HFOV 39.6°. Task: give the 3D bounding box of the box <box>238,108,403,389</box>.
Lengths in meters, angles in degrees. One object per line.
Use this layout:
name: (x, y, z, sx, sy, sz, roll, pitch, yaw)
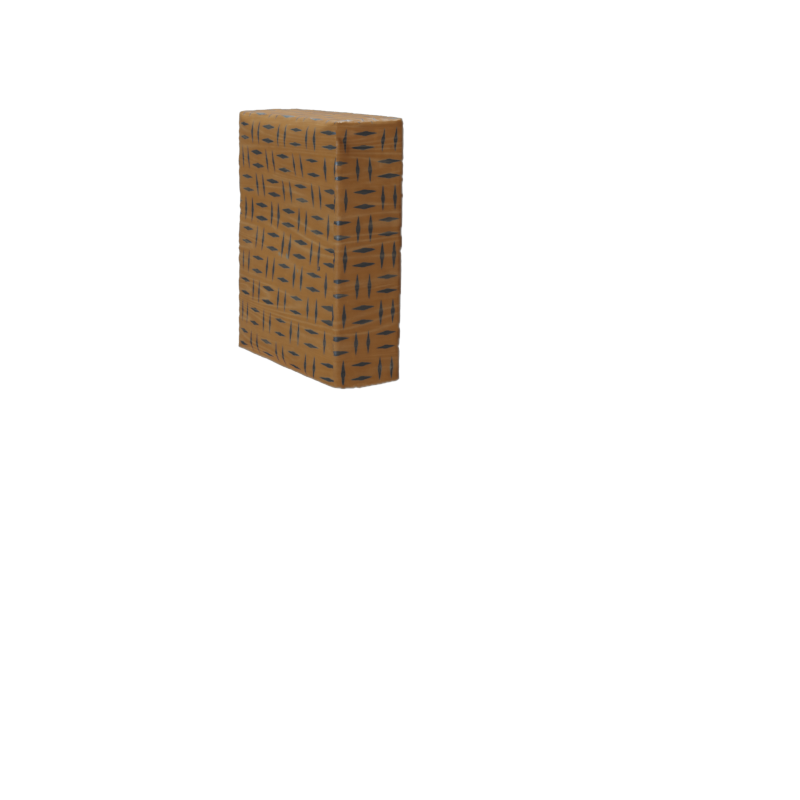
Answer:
box: (-0.072, -0.132, 0.926, 0.070, 0.208, 0.173, -6, 15, -34)
